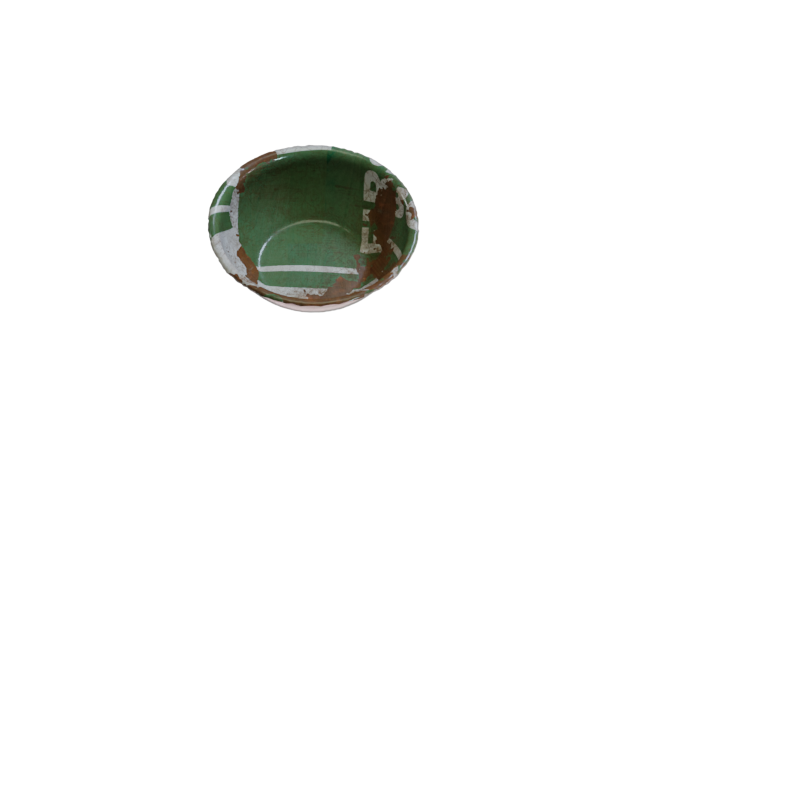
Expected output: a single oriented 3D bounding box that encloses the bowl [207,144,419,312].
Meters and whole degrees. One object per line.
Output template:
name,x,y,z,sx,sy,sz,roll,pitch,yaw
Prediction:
bowl,-0.068,-0.124,0.866,0.162,0.174,0.051,-1,-36,-1
